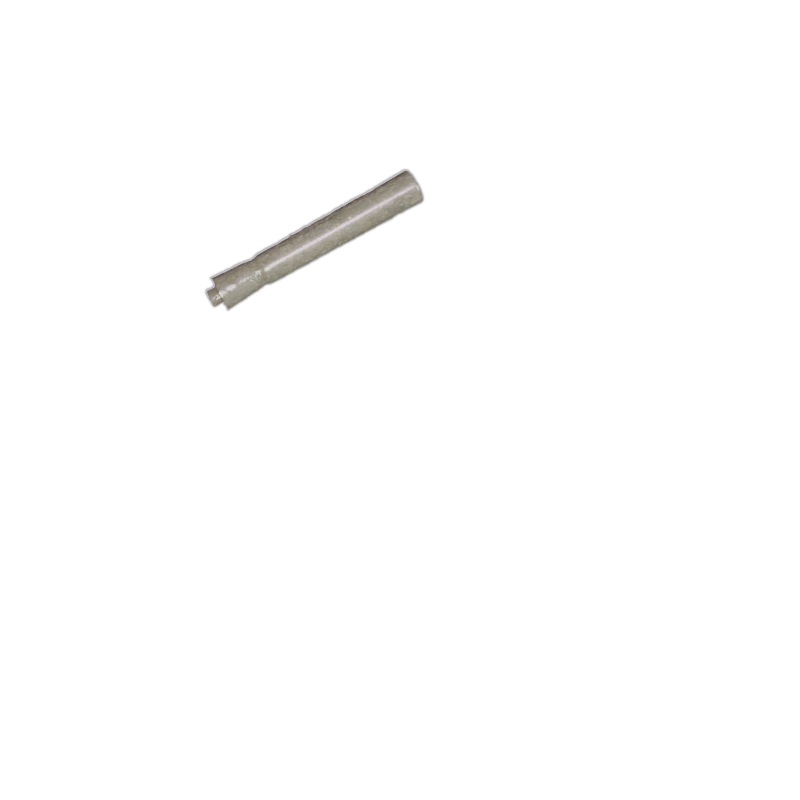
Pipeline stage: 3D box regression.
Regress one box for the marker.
[{"bbox_3d":[-0.044,-0.081,0.568,0.121,0.019,0.020,-30,7,-5],"label":"marker"}]
